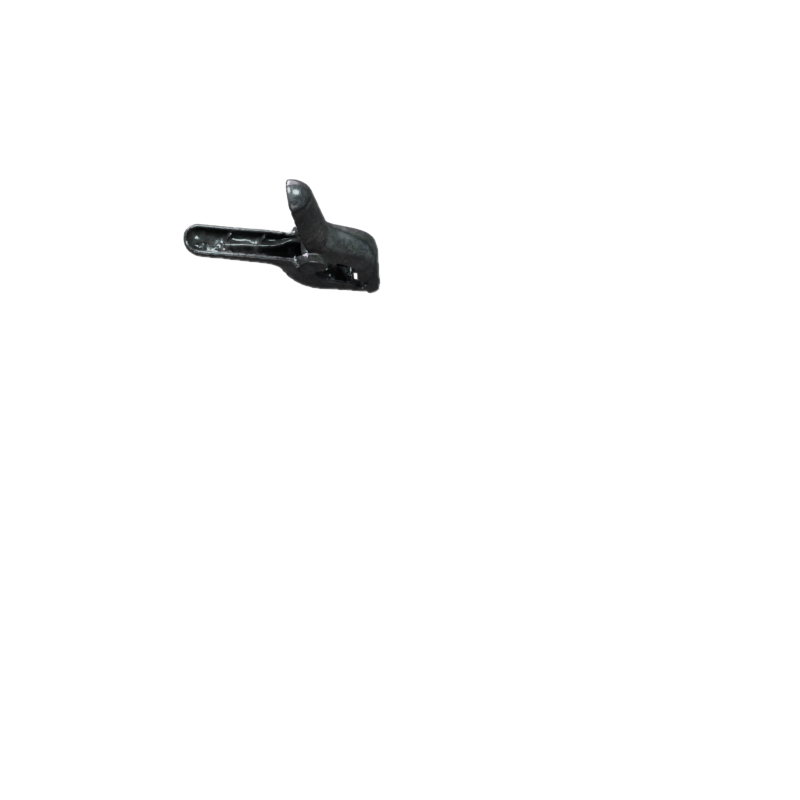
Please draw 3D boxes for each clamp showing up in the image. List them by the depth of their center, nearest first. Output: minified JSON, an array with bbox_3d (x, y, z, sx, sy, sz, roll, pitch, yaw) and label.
[{"bbox_3d":[-0.067,-0.122,0.857,0.162,0.041,0.122,11,-17,-40],"label":"clamp"}]
